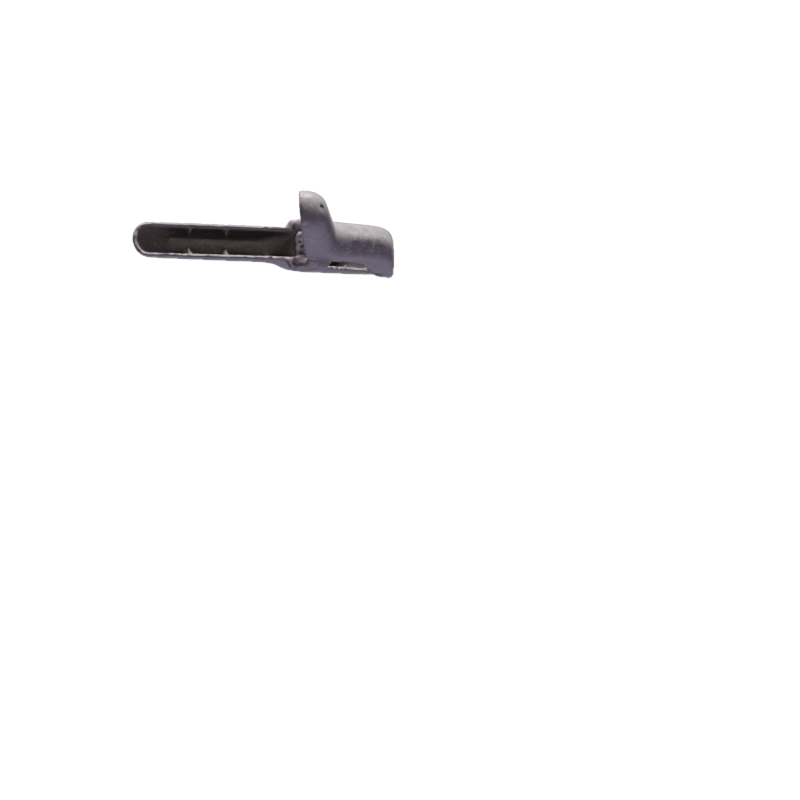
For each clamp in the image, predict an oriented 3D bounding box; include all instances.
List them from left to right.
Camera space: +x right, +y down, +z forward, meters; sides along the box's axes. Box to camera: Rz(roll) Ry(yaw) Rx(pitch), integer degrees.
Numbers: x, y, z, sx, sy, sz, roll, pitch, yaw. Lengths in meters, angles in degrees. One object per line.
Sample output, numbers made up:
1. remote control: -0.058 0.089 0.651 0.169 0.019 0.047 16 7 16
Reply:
1. clamp: -0.063 -0.114 0.800 0.170 0.037 0.200 -2 -3 43
